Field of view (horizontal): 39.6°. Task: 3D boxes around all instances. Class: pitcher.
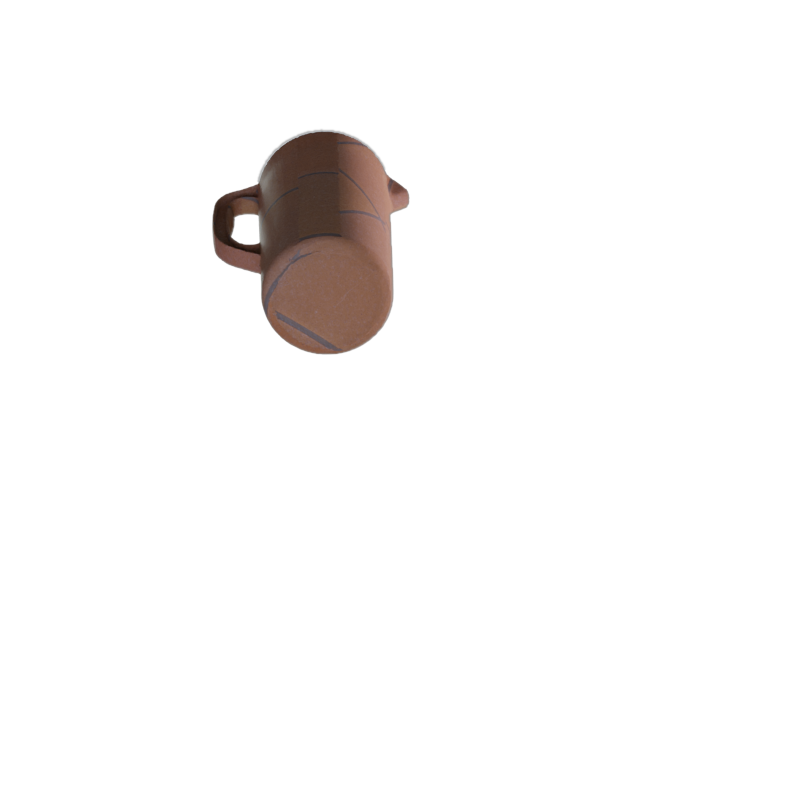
[{"bbox_3d":[-0.078,-0.143,0.999,0.138,0.147,0.257,41,19,-22],"label":"pitcher"}]
